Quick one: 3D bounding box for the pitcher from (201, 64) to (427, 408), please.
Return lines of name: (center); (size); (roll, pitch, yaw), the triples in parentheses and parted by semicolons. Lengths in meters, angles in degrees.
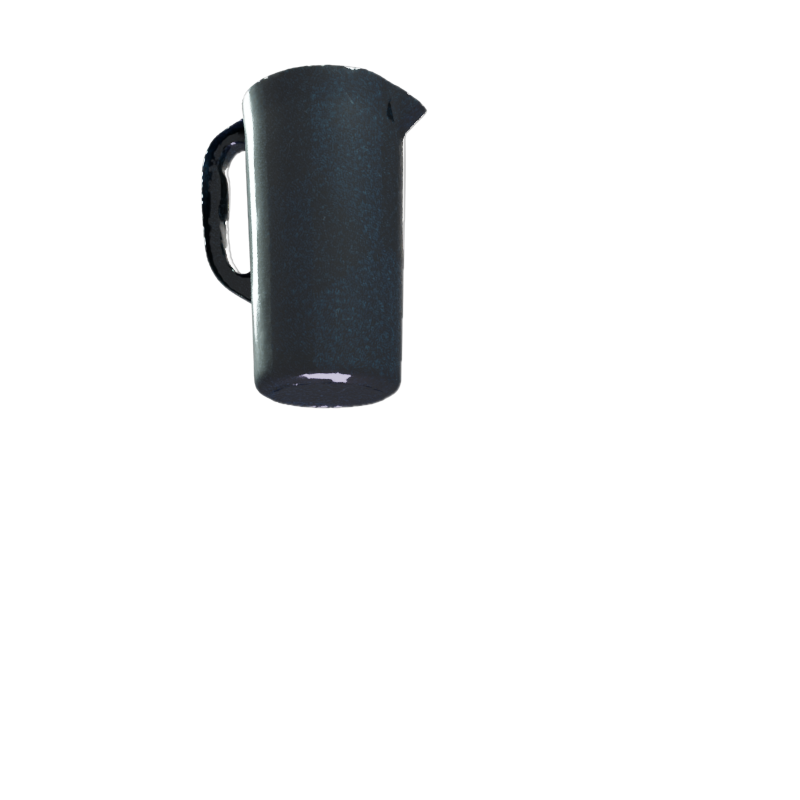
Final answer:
pitcher: (-0.067, -0.122, 0.852); (0.140, 0.254, 0.148); (7, -19, -25)
